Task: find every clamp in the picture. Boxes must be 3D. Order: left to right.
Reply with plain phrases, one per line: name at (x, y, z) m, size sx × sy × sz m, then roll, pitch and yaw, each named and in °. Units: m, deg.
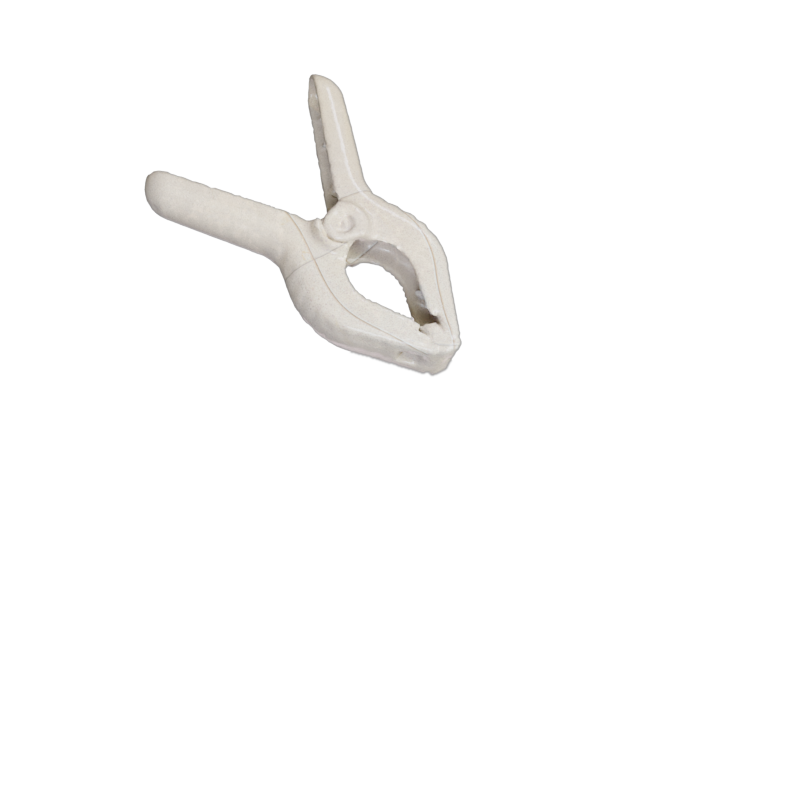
clamp at (-0.043, -0.078, 0.545) m, size 0.120 × 0.182 × 0.037 m, roll -29°, pitch -23°, yaw -14°
